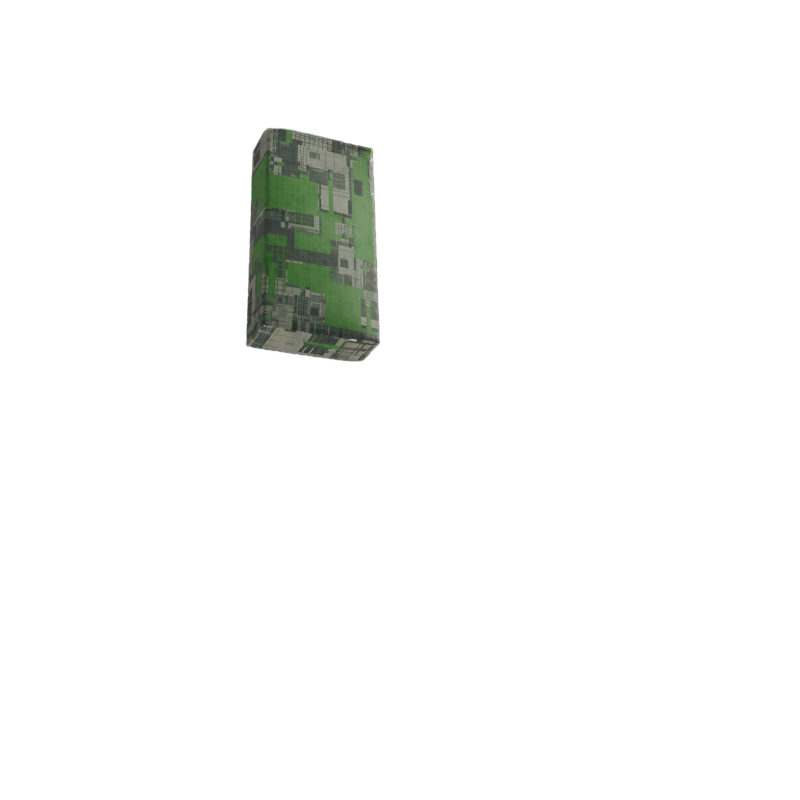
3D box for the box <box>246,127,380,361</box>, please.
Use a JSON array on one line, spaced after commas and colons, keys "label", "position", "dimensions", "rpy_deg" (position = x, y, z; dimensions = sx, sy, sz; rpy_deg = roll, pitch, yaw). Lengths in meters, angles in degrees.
[{"label": "box", "position": [-0.066, -0.121, 0.843], "dimensions": [0.090, 0.187, 0.047], "rpy_deg": [8, -29, -20]}]
